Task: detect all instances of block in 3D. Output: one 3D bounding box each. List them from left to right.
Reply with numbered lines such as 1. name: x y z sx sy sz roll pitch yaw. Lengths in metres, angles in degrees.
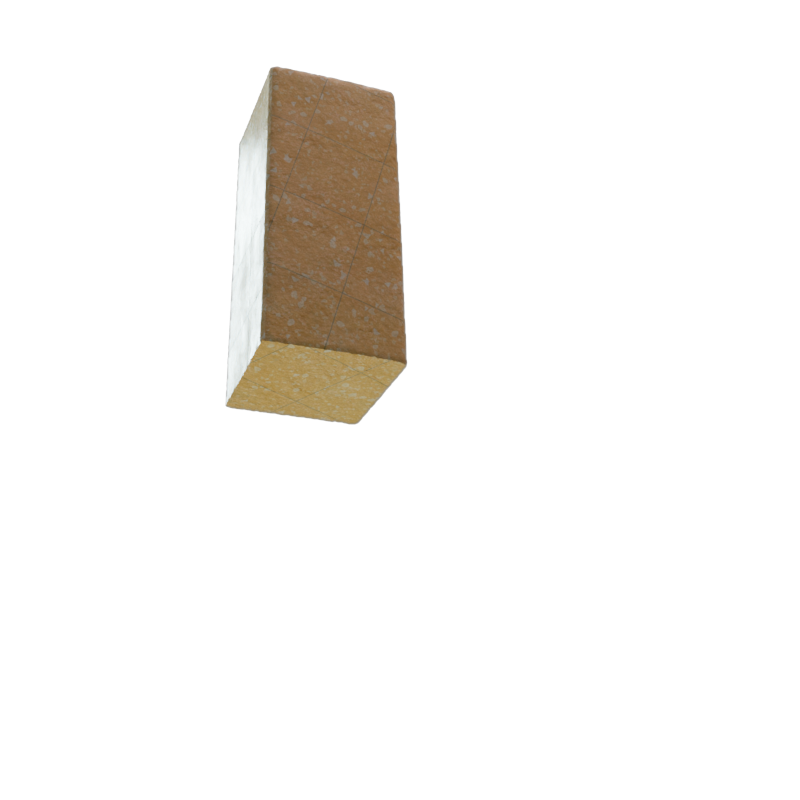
1. block: -0.055 -0.102 0.715 0.088 0.220 0.087 9 -33 -18
